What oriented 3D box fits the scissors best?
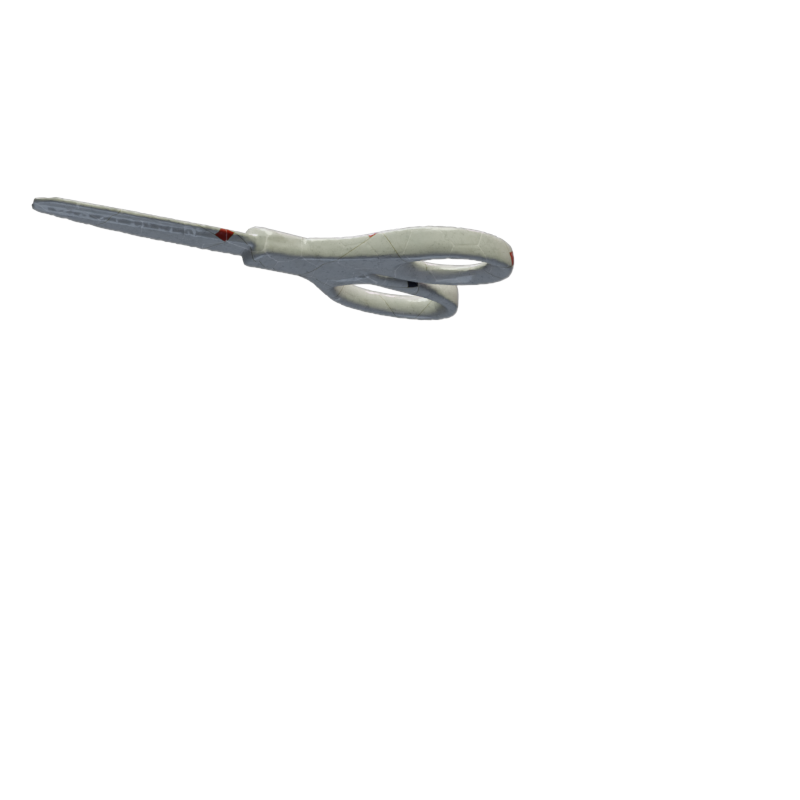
[{"bbox_3d":[-0.035,-0.064,0.445,0.098,0.016,0.190,-14,-20,43],"label":"scissors"}]
